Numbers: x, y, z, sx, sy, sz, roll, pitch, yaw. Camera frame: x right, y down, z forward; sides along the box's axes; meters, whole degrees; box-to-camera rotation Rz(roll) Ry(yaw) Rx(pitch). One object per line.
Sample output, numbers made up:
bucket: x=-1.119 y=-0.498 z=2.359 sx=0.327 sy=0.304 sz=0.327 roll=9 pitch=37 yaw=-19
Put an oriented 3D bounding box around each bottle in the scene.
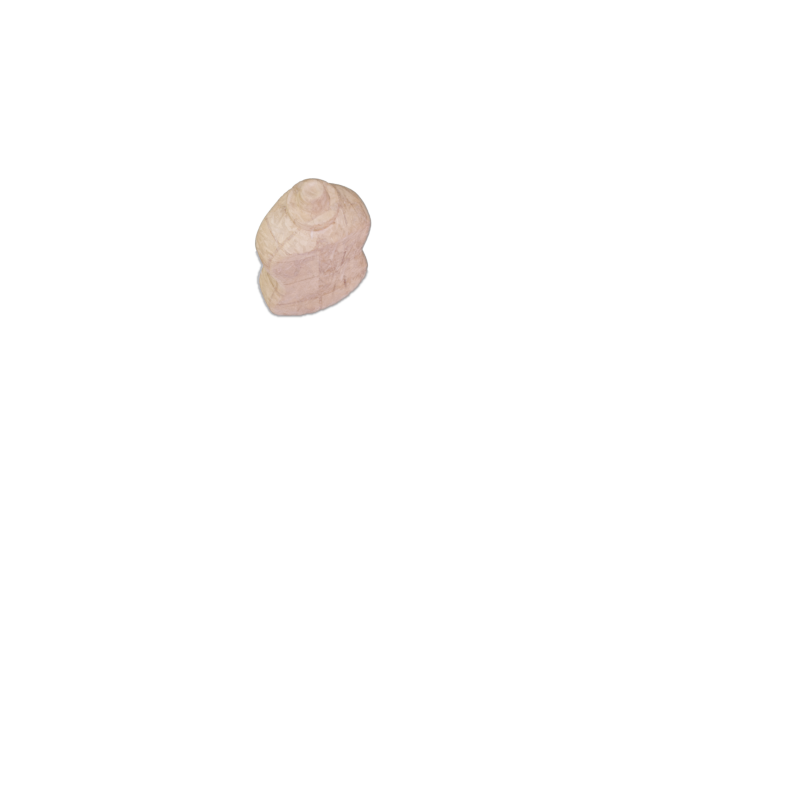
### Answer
bottle: x=-0.072 y=-0.131 z=0.914 sx=0.096 sy=0.061 sz=0.183 roll=-21 pitch=-14 yaw=-10
